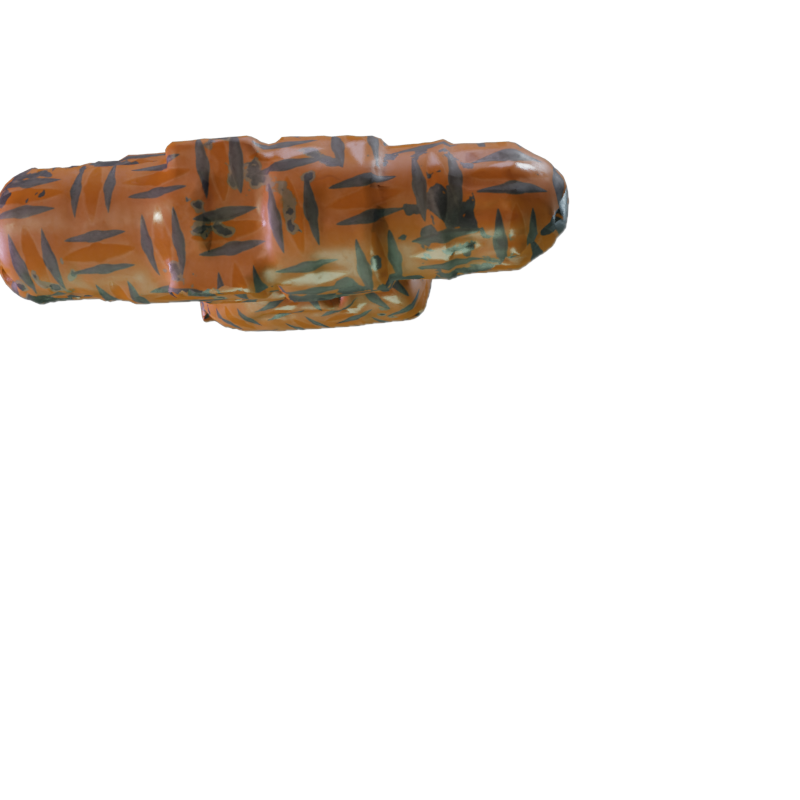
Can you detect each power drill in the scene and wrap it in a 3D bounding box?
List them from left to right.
[{"bbox_3d":[-0.033,-0.060,0.419,0.187,0.058,0.183,0,-1,9],"label":"power drill"}]
